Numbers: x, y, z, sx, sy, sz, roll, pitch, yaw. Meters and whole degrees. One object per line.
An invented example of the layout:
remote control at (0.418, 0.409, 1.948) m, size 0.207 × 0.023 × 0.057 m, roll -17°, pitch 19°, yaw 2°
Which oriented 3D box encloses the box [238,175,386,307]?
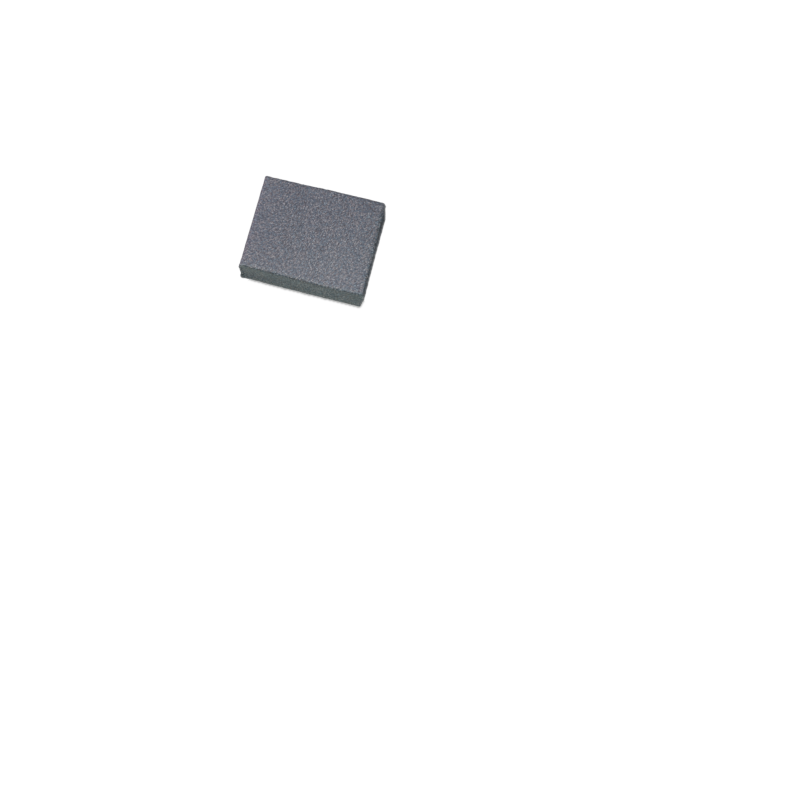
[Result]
box at (-0.076, -0.139, 0.975) m, size 0.115 × 0.094 × 0.037 m, roll 12°, pitch -23°, yaw 5°
